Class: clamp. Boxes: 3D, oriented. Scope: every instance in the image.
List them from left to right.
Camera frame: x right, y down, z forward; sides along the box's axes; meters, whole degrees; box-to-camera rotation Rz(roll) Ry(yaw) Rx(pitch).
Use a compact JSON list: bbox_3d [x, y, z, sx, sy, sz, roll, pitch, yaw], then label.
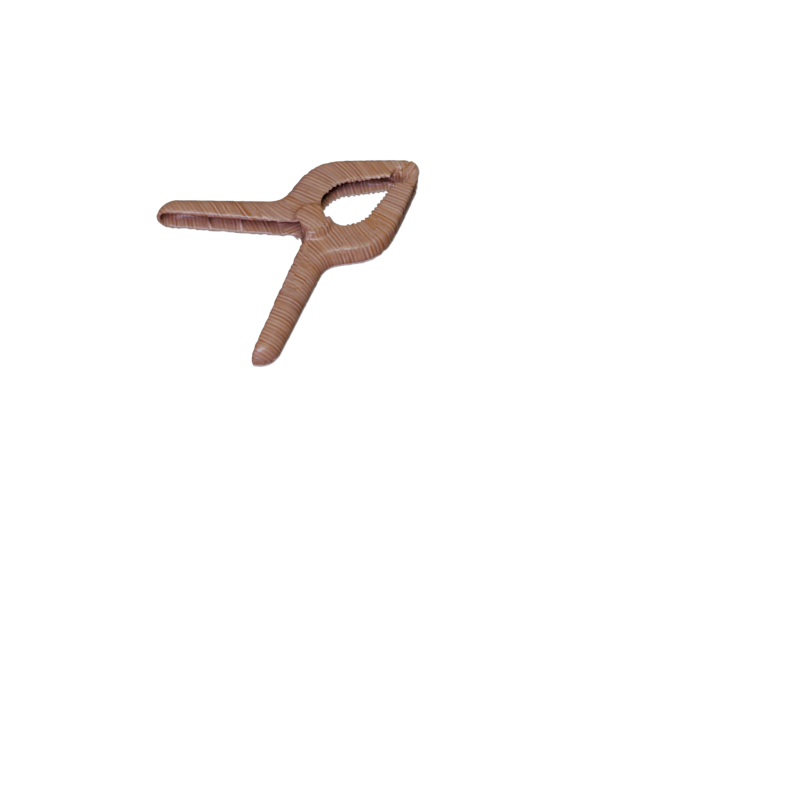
[{"bbox_3d":[-0.069,-0.126,0.885,0.209,0.175,0.034,-24,-26,-12],"label":"clamp"}]
